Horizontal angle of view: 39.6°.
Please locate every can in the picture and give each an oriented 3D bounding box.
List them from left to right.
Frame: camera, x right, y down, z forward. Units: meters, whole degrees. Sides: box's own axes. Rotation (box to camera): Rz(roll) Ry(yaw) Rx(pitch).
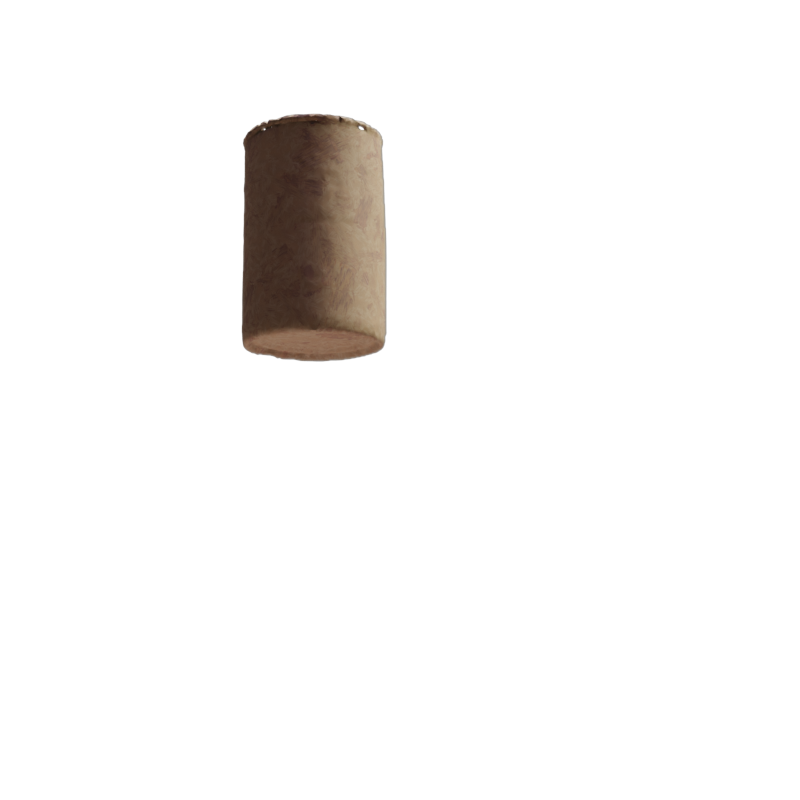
[{"bbox_3d":[-0.041,-0.075,0.523,0.068,0.106,0.066,0,-15,-2],"label":"can"}]
